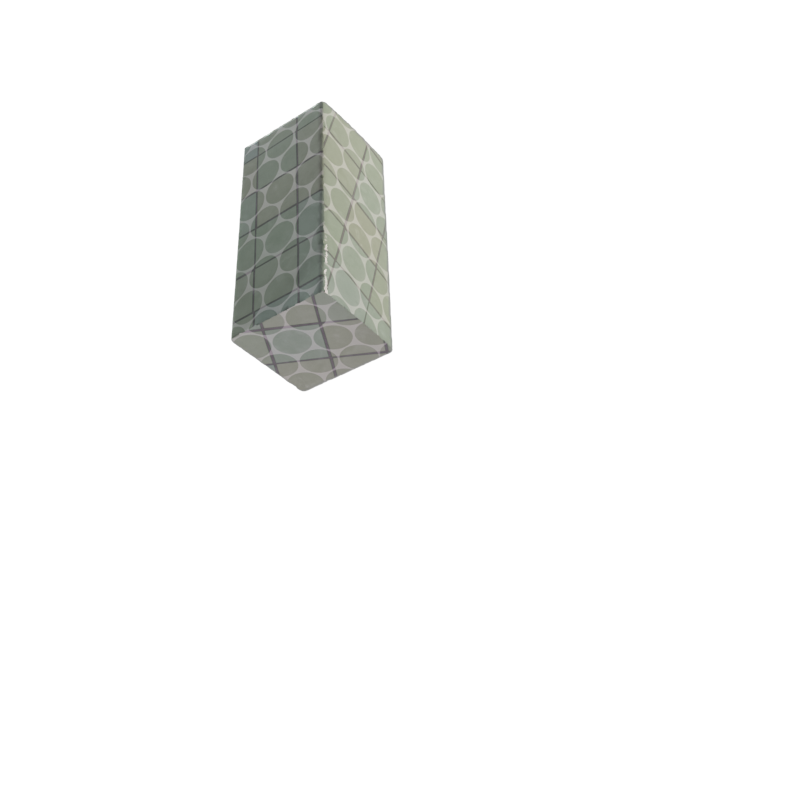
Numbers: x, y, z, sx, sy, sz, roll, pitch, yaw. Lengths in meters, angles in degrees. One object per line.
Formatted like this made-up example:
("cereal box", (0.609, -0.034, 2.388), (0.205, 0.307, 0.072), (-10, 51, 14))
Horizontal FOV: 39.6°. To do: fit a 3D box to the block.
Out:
("block", (-0.069, -0.127, 0.888), (0.091, 0.221, 0.084), (-26, -44, 26))
